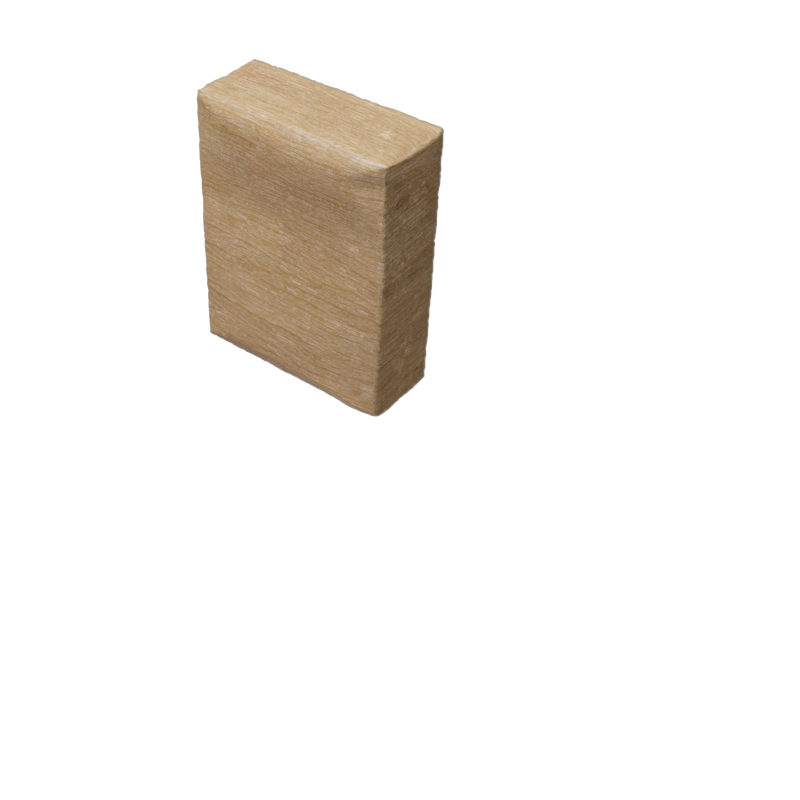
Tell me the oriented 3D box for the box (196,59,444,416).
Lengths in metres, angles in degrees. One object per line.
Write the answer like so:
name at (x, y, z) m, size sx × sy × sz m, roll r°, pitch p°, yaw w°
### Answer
box at (-0.061, -0.112, 0.784) m, size 0.174 × 0.200 × 0.073 m, roll 27°, pitch 44°, yaw 28°
